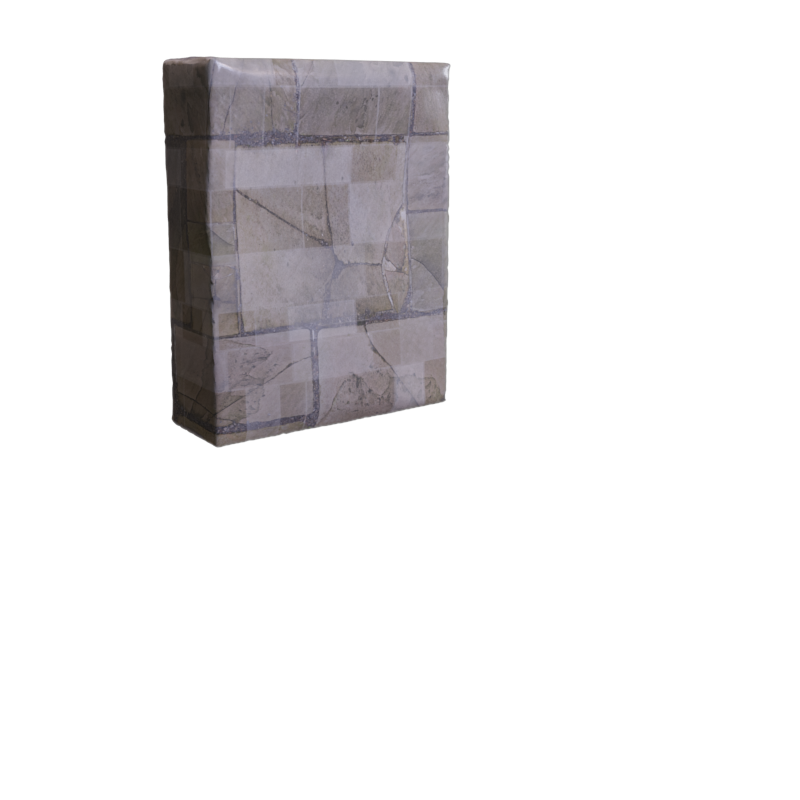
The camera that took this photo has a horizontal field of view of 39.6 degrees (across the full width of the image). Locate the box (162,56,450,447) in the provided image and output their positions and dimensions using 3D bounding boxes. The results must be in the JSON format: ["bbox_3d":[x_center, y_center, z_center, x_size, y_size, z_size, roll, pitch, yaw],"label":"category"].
[{"bbox_3d":[-0.051,-0.094,0.656,0.159,0.210,0.075,-6,11,-33],"label":"box"}]
